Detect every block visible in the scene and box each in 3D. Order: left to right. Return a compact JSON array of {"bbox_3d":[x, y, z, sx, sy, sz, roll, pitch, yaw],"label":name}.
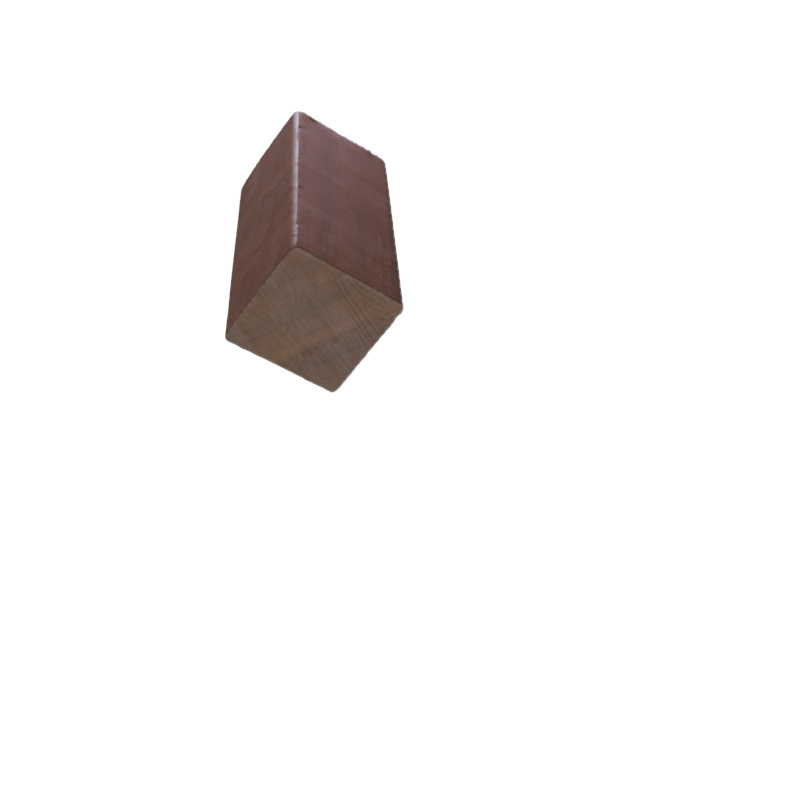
[{"bbox_3d":[-0.064,-0.118,0.821,0.087,0.088,0.220,27,30,-22],"label":"block"}]
